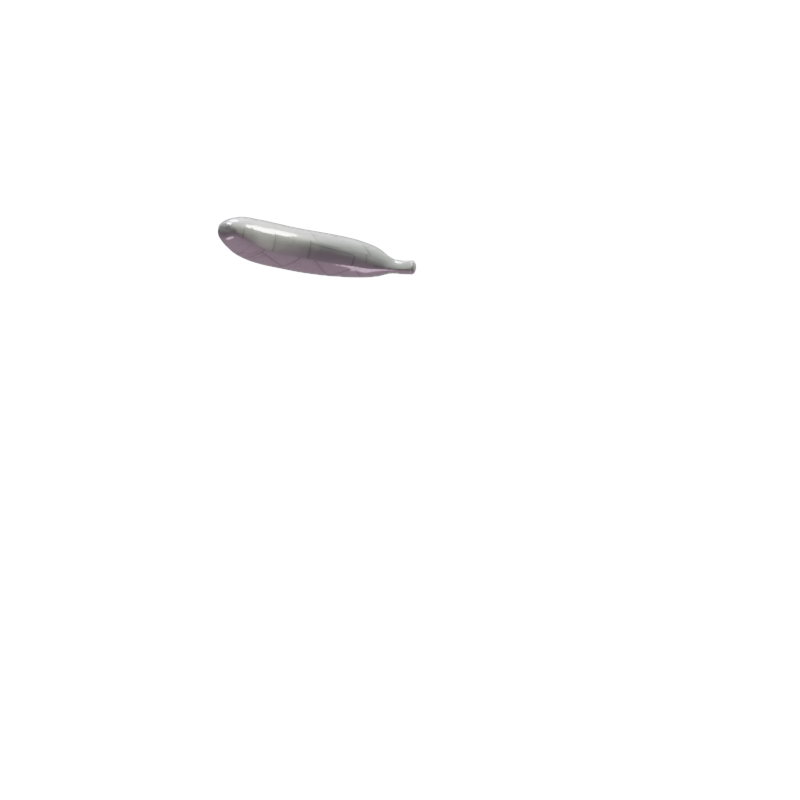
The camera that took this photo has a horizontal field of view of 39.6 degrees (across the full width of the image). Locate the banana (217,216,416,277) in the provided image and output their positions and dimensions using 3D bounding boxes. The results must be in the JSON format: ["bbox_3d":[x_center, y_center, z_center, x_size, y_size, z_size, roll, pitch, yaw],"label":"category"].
[{"bbox_3d":[-0.082,-0.132,0.954,0.189,0.038,0.071,4,-9,-35],"label":"banana"}]
